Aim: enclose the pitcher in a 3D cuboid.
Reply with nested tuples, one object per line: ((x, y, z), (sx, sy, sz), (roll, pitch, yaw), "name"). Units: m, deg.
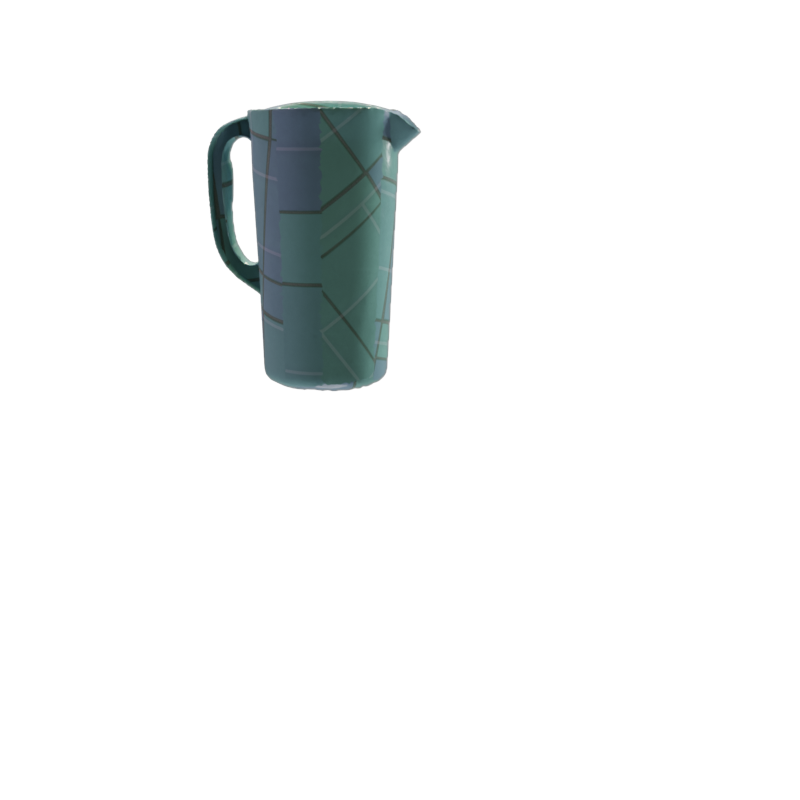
((-0.075, -0.138, 0.964), (0.141, 0.239, 0.156), (-4, 9, -32), "pitcher")
